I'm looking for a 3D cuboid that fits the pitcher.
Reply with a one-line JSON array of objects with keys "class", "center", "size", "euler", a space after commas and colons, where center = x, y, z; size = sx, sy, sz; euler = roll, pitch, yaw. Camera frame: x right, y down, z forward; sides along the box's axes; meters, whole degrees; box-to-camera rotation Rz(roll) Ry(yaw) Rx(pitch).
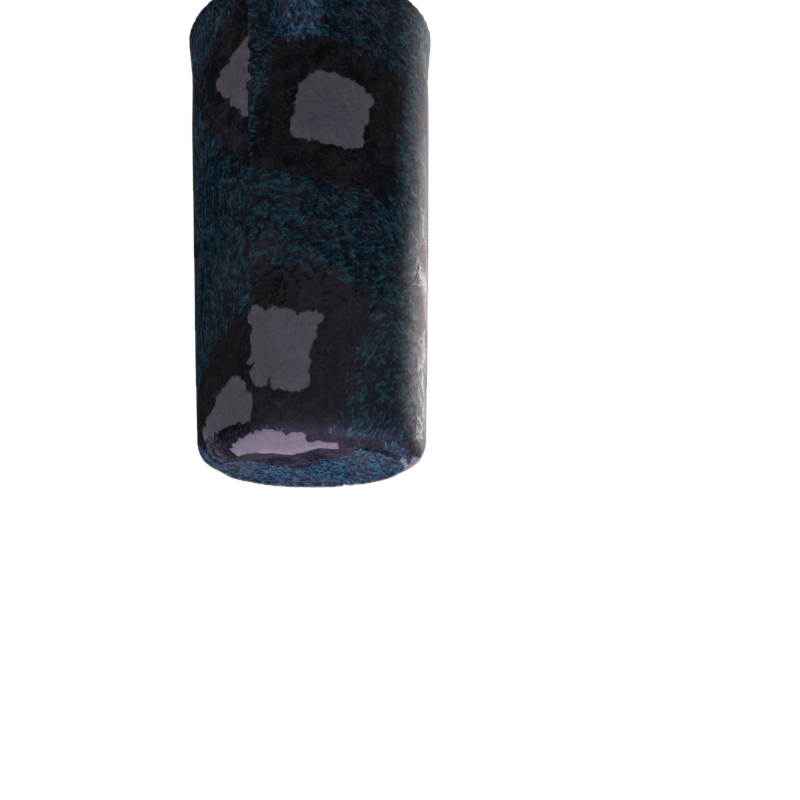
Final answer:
[{"class": "pitcher", "center": [-0.045, -0.083, 0.578], "size": [0.146, 0.256, 0.140], "euler": [-21, -28, 41]}]
